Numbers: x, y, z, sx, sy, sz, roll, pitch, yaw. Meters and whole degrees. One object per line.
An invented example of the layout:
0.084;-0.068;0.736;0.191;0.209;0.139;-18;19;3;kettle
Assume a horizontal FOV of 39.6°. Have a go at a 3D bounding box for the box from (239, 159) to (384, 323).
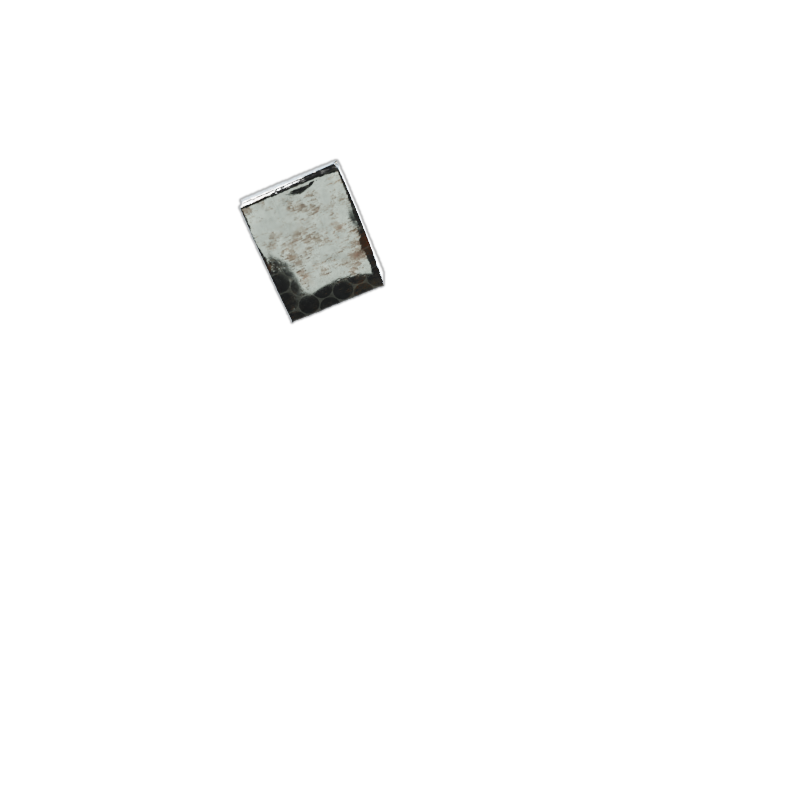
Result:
-0.073;-0.133;0.931;0.090;0.109;0.040;-21;15;5;box
